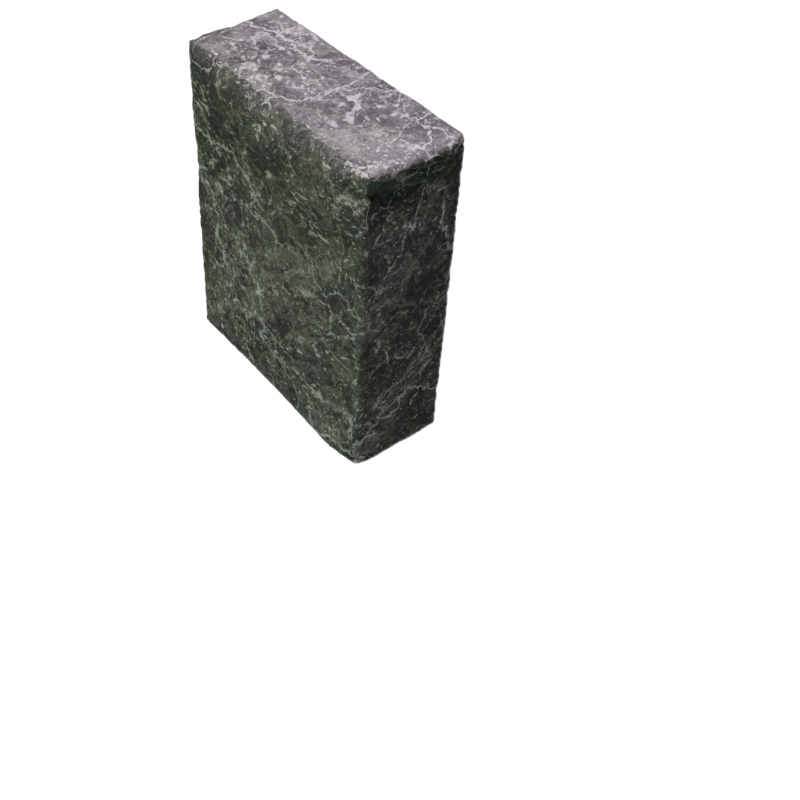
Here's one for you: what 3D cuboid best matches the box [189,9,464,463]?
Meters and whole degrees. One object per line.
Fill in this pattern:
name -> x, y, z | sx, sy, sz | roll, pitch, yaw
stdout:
box -> -0.050, -0.092, 0.642 | 0.072, 0.199, 0.176 | -26, 51, -28
